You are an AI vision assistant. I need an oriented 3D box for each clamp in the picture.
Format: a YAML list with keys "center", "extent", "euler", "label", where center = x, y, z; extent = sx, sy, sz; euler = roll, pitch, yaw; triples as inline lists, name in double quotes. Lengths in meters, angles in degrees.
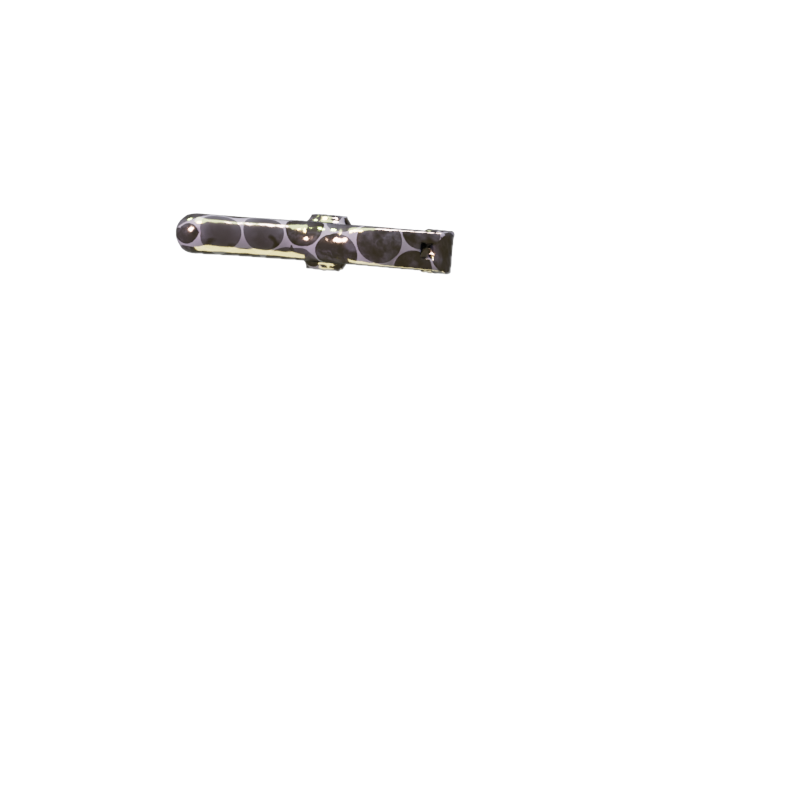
- center: [-0.056, -0.101, 0.710]
  extent: [0.176, 0.038, 0.119]
  euler: [5, 13, 20]
  label: "clamp"
